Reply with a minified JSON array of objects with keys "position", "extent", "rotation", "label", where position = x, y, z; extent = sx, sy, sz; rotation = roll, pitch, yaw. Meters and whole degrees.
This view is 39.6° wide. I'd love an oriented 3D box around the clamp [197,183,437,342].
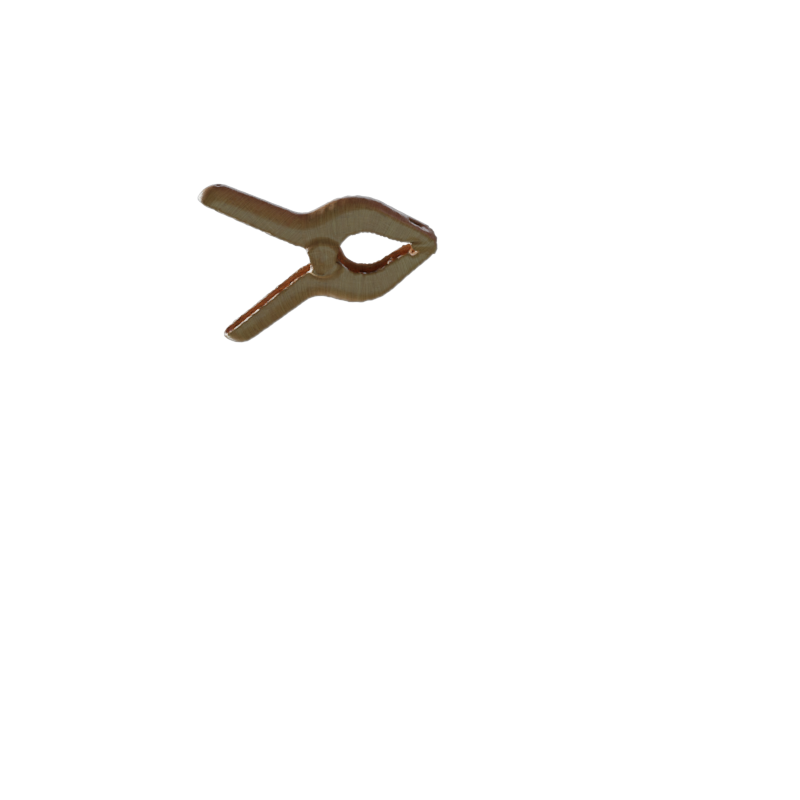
[{"position":[-0.062,-0.114,0.798],"extent":[0.172,0.113,0.041],"rotation":[-15,25,7],"label":"clamp"}]
